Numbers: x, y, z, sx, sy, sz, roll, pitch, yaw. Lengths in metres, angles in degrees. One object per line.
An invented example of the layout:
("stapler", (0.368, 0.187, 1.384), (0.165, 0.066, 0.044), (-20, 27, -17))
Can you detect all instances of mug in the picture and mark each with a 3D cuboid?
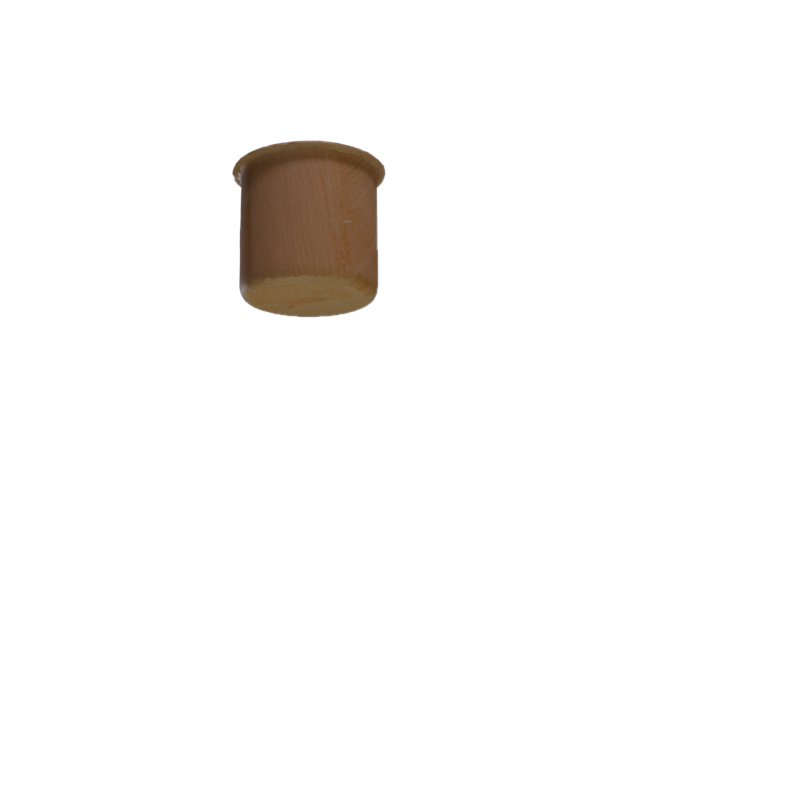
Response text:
("mug", (-0.053, -0.096, 0.671), (0.094, 0.085, 0.111), (-3, -16, 9))
